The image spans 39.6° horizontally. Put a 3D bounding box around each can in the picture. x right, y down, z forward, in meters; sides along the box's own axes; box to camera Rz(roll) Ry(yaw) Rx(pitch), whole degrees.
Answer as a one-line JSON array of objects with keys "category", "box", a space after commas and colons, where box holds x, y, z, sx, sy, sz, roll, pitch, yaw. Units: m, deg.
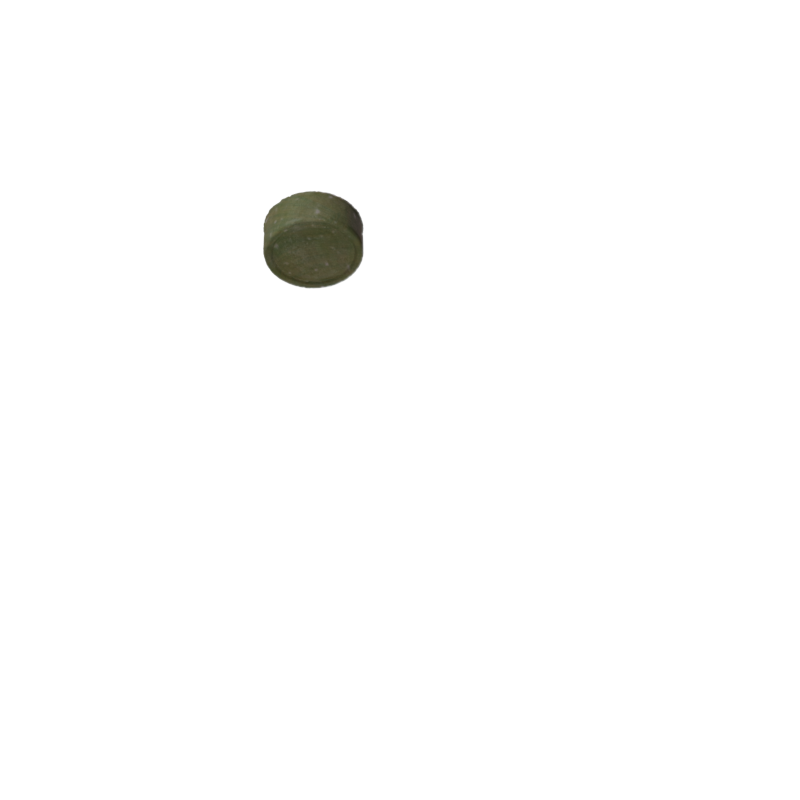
[{"category": "can", "box": [-0.074, -0.134, 0.939, 0.086, 0.036, 0.080, 1, -41, -1]}]
